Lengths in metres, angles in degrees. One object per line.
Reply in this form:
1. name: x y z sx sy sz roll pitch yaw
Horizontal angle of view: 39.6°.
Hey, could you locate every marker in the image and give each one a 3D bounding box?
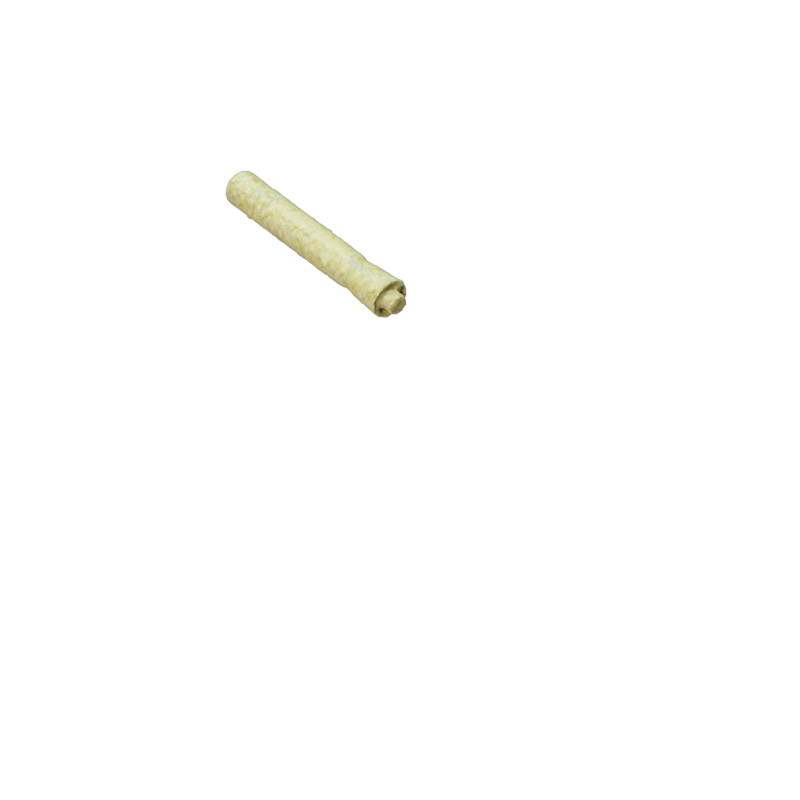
1. marker: -0.040 -0.073 0.512 0.019 0.019 0.130 -3 33 -43
